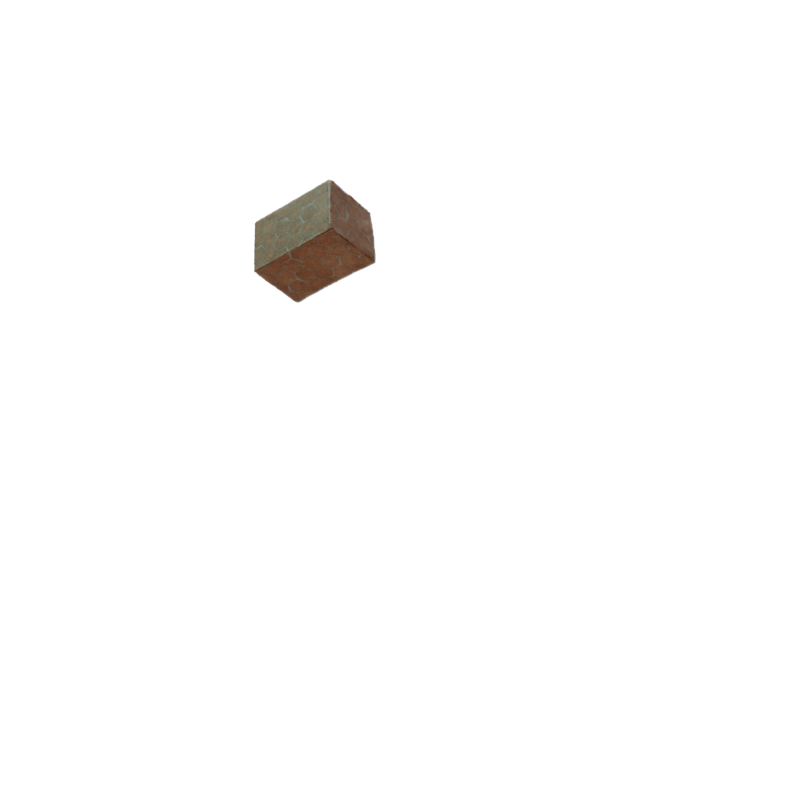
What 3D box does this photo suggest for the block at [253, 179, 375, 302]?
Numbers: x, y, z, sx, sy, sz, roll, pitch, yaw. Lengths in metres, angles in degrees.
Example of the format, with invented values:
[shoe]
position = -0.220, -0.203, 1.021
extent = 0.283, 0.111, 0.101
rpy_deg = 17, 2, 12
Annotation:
[block]
position = -0.065, -0.119, 0.833
extent = 0.078, 0.055, 0.049
rpy_deg = -24, -42, 29
